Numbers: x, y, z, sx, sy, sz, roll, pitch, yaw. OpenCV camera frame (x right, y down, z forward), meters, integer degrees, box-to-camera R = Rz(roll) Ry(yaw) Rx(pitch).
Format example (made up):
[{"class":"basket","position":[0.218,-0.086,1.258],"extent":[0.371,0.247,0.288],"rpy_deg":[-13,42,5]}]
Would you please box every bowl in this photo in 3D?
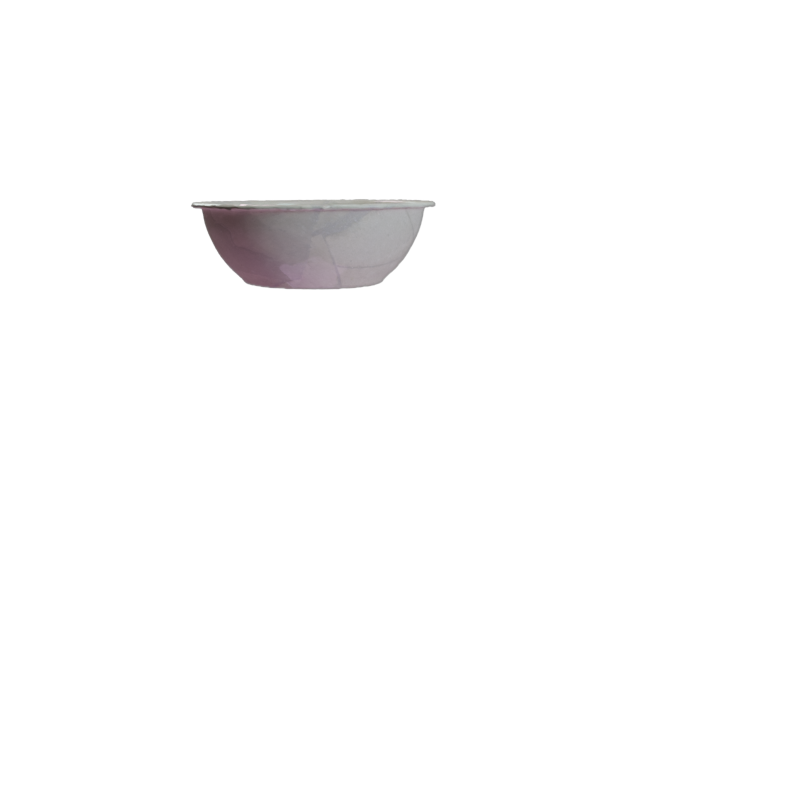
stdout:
[{"class":"bowl","position":[-0.058,-0.105,0.737],"extent":[0.162,0.054,0.165],"rpy_deg":[0,11,-2]}]
